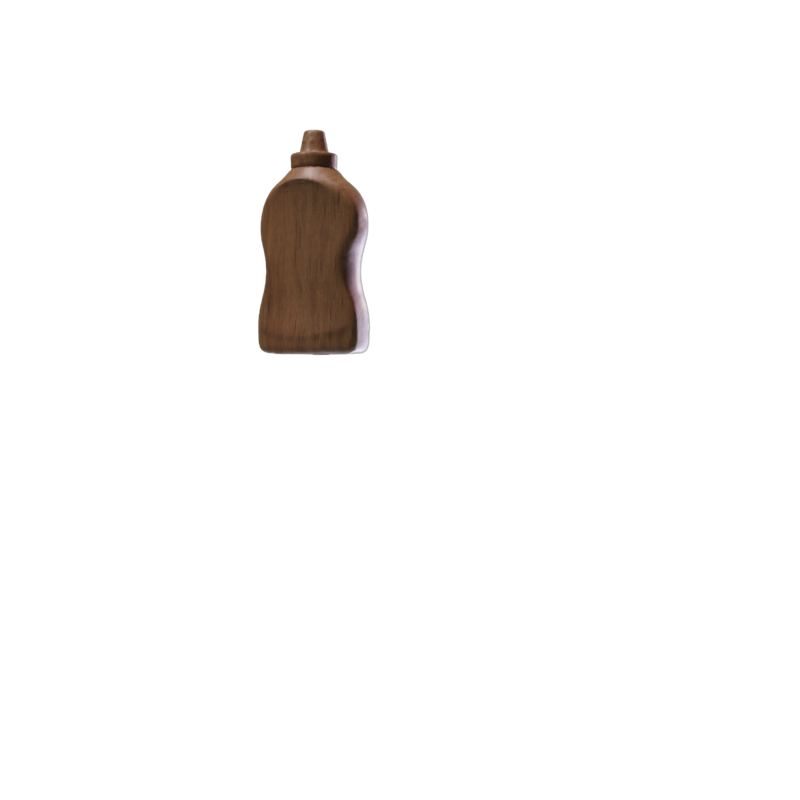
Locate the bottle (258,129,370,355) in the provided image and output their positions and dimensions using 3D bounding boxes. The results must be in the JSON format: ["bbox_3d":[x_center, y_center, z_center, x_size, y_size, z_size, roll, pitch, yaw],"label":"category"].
[{"bbox_3d":[-0.074,-0.136,0.950,0.099,0.193,0.056,-2,-4,30],"label":"bottle"}]
